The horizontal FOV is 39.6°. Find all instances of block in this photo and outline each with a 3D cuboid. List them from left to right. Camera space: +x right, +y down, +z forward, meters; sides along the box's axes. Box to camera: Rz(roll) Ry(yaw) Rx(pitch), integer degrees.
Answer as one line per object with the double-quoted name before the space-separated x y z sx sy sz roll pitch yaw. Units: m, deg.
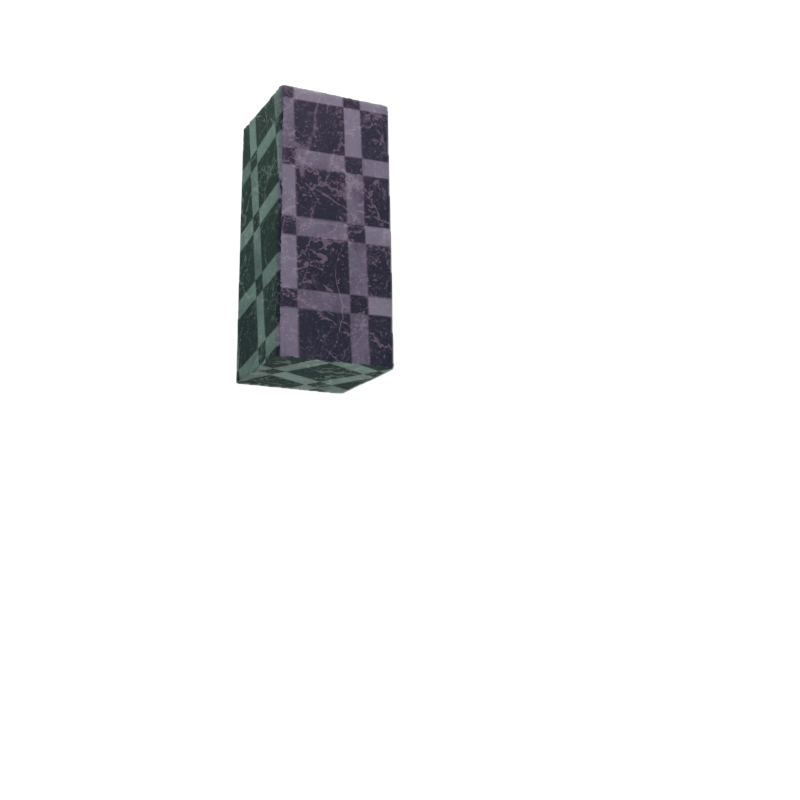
"block" -0.065 -0.118 0.831 0.087 0.216 0.089 8 -21 -25
